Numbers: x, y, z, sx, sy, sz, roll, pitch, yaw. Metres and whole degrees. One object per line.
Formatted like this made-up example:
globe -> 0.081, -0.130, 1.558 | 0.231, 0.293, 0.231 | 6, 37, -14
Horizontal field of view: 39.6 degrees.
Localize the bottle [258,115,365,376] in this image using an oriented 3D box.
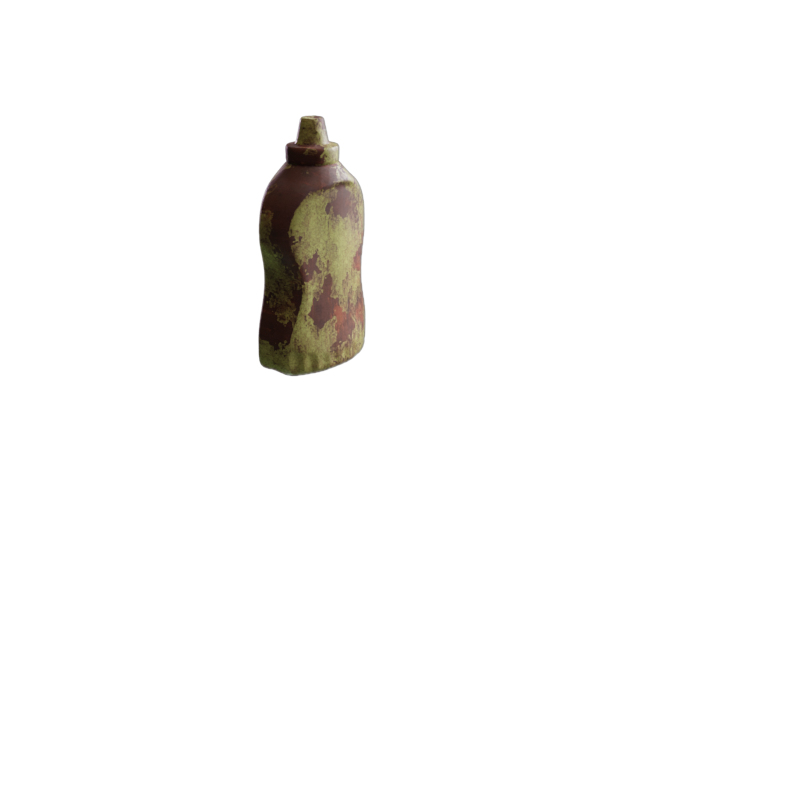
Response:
bottle -> -0.067, -0.121, 0.849 | 0.062, 0.185, 0.094 | 14, 21, 39
